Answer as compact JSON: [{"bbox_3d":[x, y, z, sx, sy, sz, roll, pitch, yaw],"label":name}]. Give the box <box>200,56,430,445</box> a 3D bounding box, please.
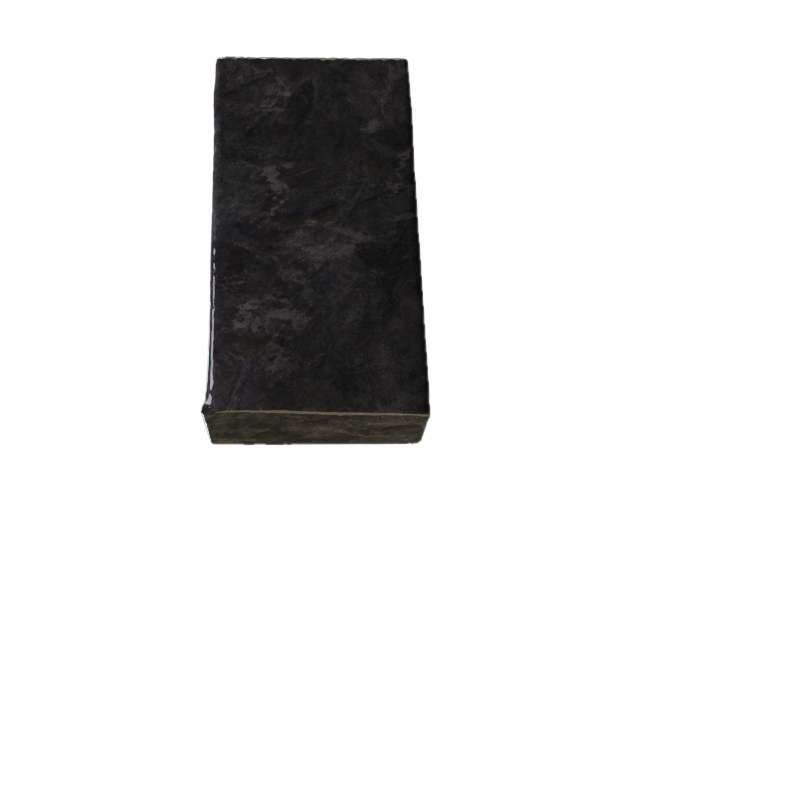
[{"bbox_3d":[-0.039,-0.071,0.496,0.093,0.187,0.045,0,-27,-3],"label":"box"}]
